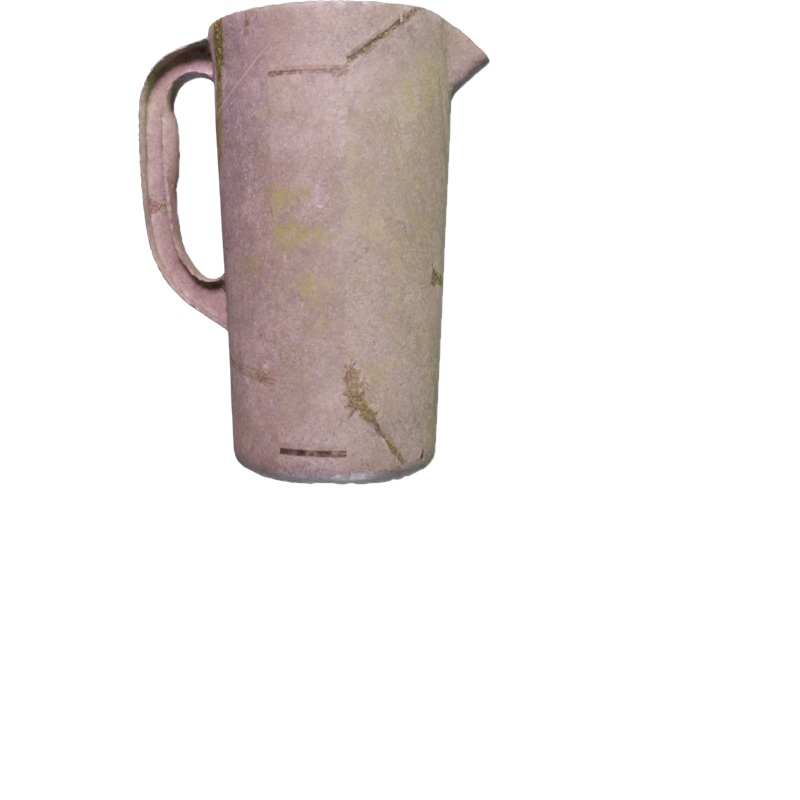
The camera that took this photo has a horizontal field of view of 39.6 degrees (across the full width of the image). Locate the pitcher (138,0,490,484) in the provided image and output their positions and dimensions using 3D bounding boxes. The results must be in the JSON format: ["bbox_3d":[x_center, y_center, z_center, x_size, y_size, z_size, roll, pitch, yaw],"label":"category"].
[{"bbox_3d":[-0.047,-0.085,0.596,0.139,0.243,0.155,-1,1,-41],"label":"pitcher"}]
